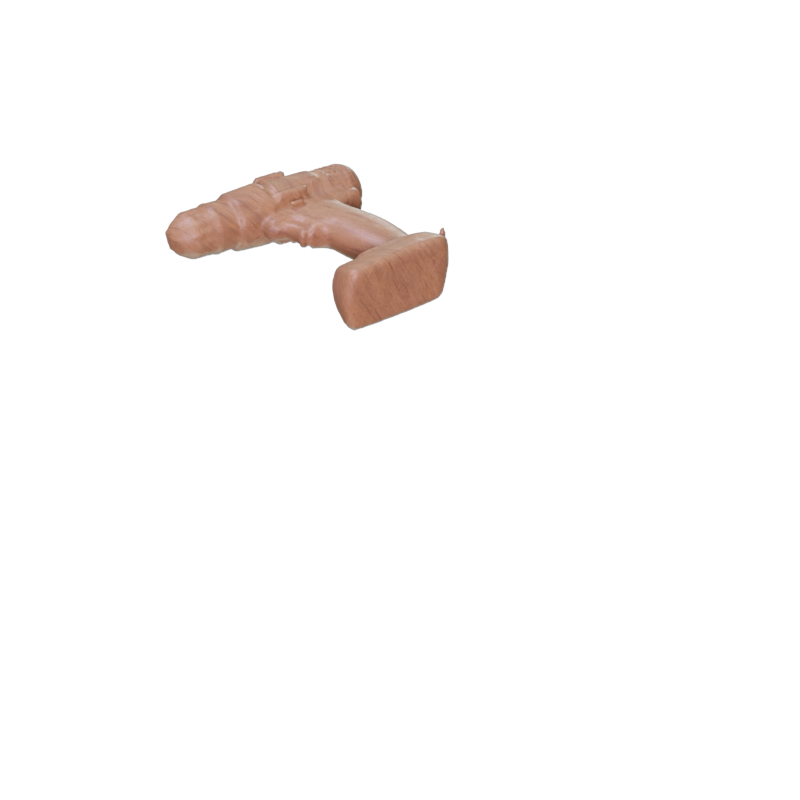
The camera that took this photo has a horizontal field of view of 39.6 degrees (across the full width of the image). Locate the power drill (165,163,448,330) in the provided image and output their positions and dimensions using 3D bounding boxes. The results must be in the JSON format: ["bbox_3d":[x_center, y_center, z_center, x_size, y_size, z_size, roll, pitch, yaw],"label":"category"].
[{"bbox_3d":[-0.069,-0.126,0.883,0.183,0.054,0.202,-24,42,-30],"label":"power drill"}]
